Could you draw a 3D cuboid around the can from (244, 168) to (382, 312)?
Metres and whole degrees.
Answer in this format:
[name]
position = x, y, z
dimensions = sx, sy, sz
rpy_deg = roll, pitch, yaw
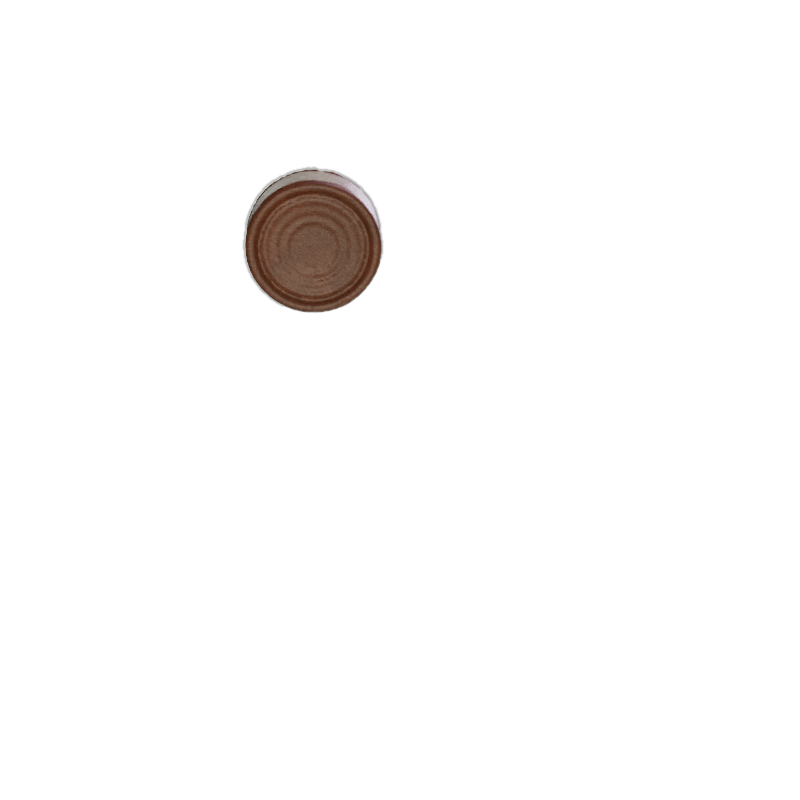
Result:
[can]
position = -0.054, -0.098, 0.689
dimensions = 0.086, 0.083, 0.035
rpy_deg = 0, 17, -1
